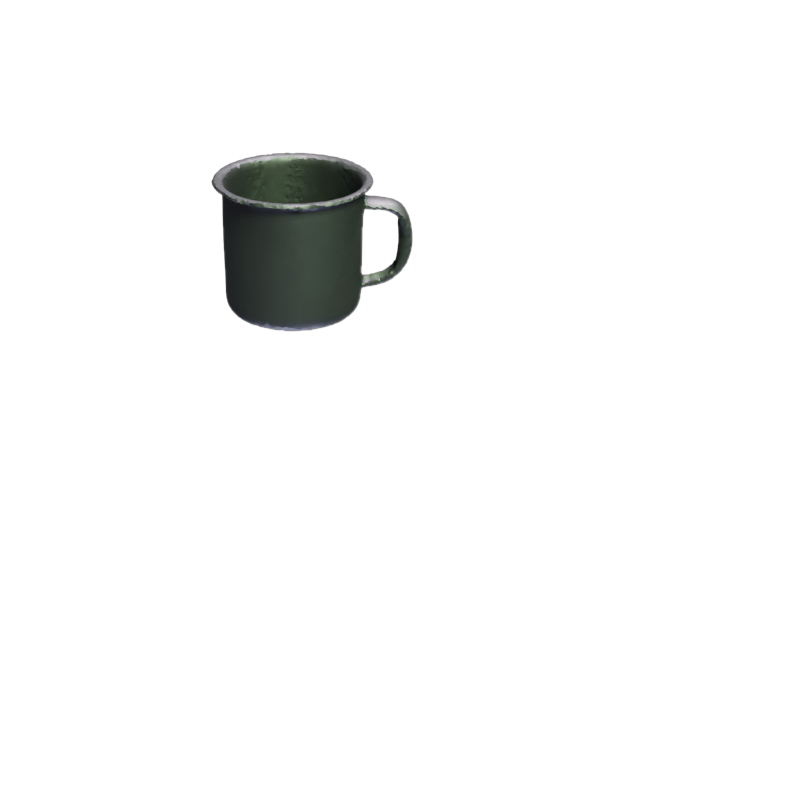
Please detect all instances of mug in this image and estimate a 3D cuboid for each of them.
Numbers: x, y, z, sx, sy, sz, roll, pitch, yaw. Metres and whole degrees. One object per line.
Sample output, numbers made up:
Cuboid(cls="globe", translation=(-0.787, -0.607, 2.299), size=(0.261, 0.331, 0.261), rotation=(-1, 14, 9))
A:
Cuboid(cls="mug", translation=(-0.051, -0.094, 0.655), size=(0.117, 0.077, 0.099), rotation=(-1, 27, -4))
